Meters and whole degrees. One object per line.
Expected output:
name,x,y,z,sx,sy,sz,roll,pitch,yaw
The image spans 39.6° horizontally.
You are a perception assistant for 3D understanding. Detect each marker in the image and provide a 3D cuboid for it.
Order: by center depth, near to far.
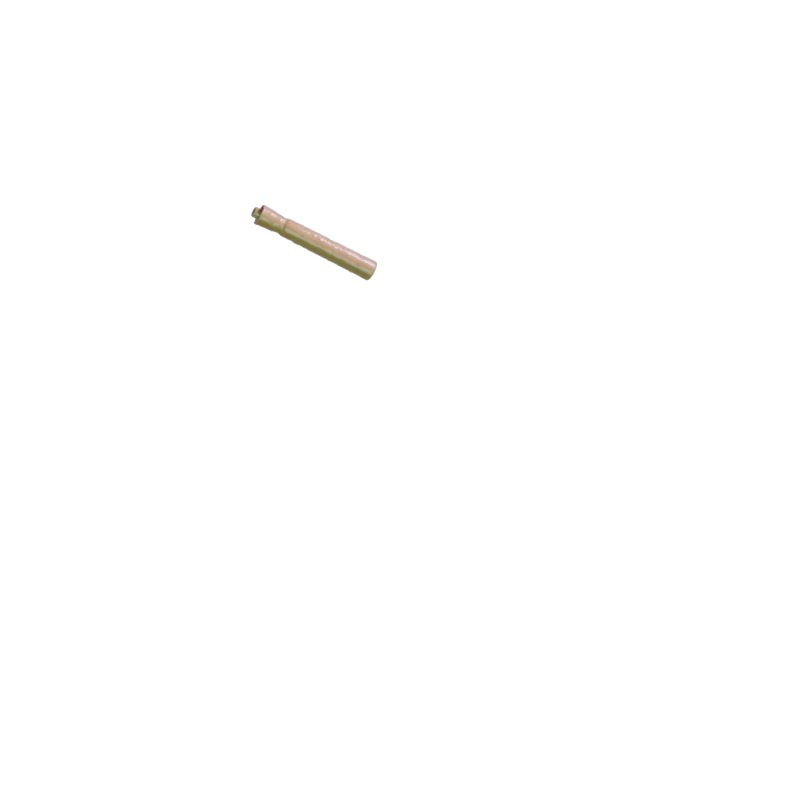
marker,-0.077,-0.140,0.982,0.118,0.020,0.020,26,-3,-13
